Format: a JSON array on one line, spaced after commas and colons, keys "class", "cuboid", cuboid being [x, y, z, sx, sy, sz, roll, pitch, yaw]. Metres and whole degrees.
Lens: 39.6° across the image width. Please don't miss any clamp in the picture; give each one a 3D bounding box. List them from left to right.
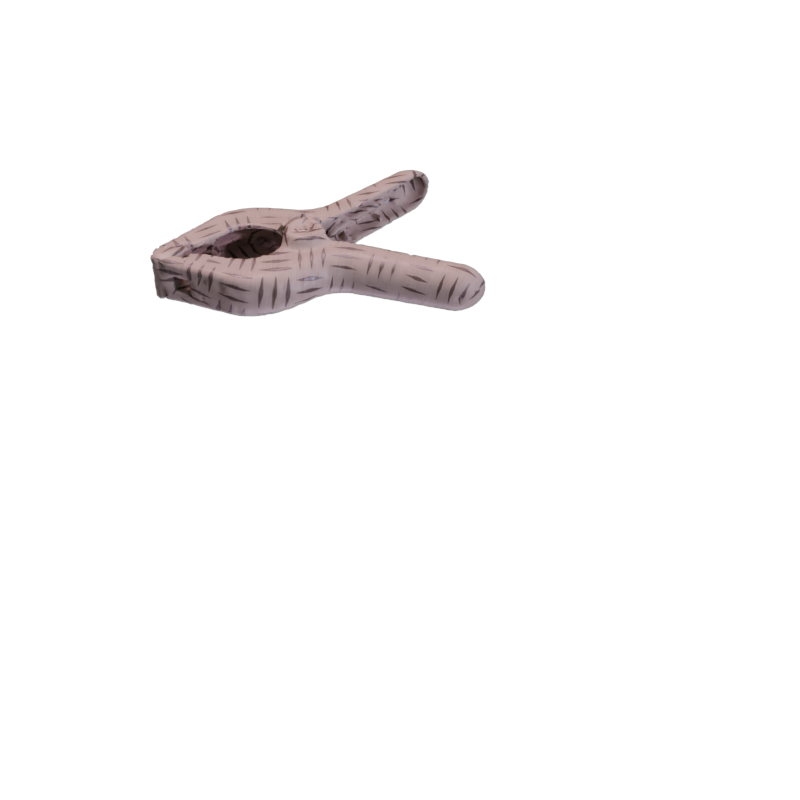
[{"class": "clamp", "cuboid": [-0.047, -0.086, 0.605, 0.171, 0.037, 0.128, -2, 33, -3]}]
